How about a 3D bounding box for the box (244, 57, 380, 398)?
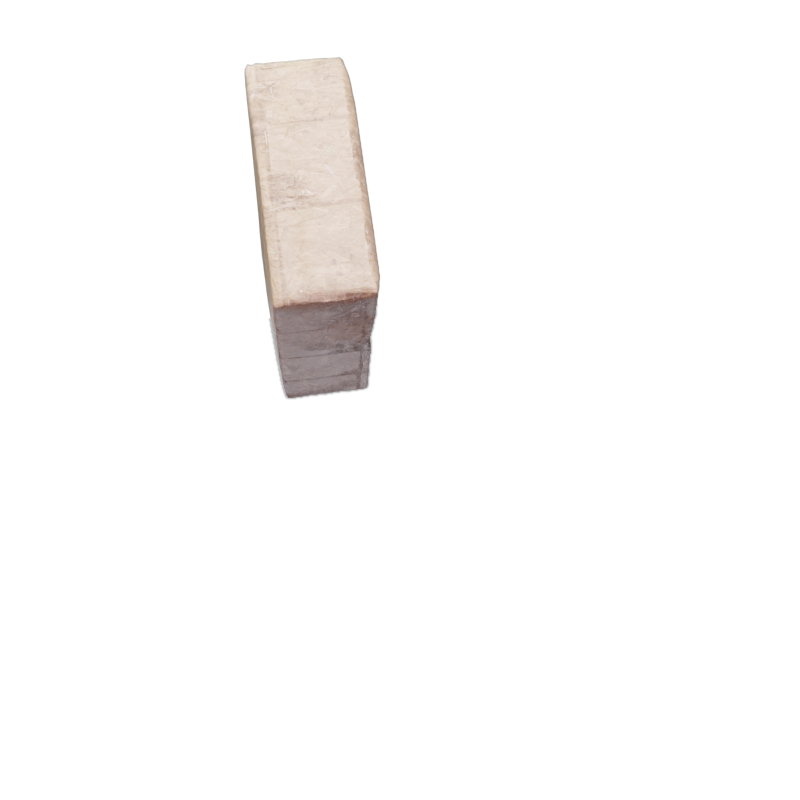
[{"bbox_3d":[-0.059,-0.108,0.759,0.071,0.172,0.205,-7,-17,-6],"label":"box"}]
